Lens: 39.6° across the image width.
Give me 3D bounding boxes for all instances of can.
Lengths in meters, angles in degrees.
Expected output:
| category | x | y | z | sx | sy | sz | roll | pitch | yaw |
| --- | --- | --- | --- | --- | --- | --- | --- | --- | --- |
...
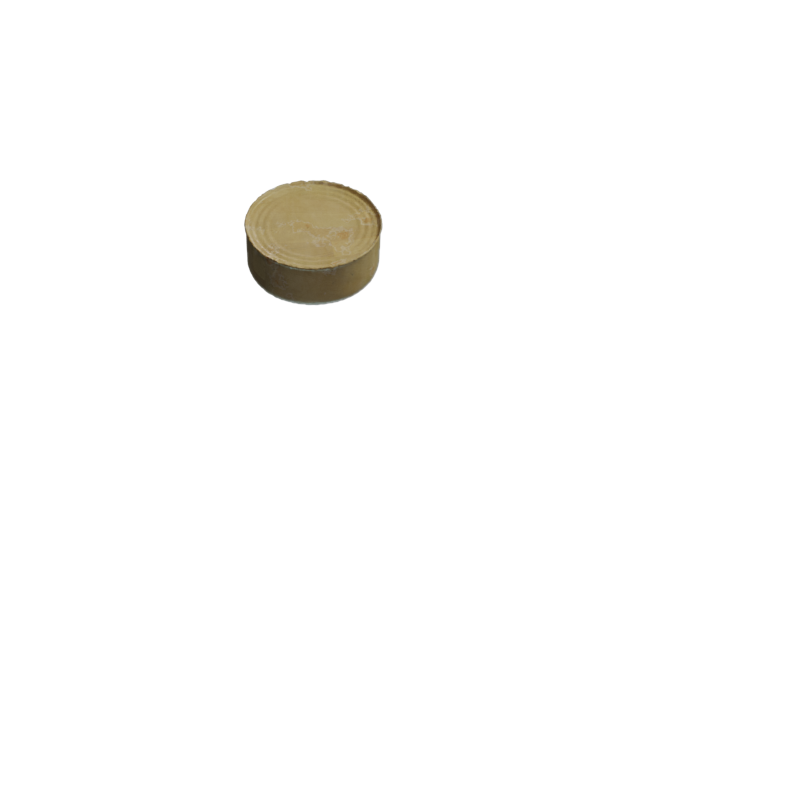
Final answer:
| category | x | y | z | sx | sy | sz | roll | pitch | yaw |
| --- | --- | --- | --- | --- | --- | --- | --- | --- | --- |
| can | -0.055 | -0.100 | 0.699 | 0.086 | 0.092 | 0.031 | -1 | -45 | -1 |
